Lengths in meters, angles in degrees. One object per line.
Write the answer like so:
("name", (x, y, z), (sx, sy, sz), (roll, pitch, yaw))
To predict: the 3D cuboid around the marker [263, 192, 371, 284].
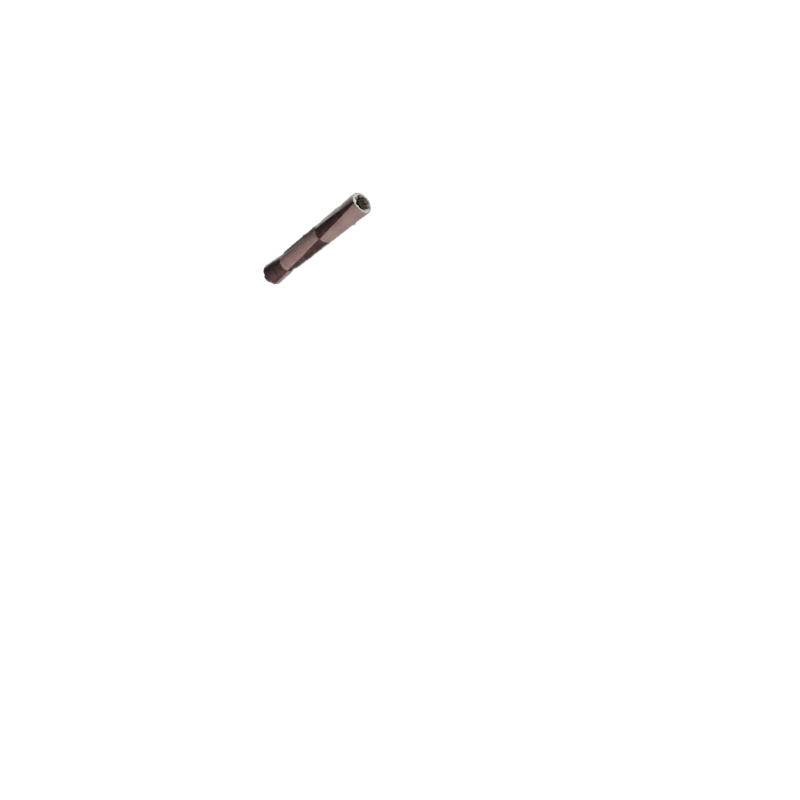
("marker", (-0.069, -0.125, 0.877), (0.019, 0.021, 0.120), (-3, -22, -48))
